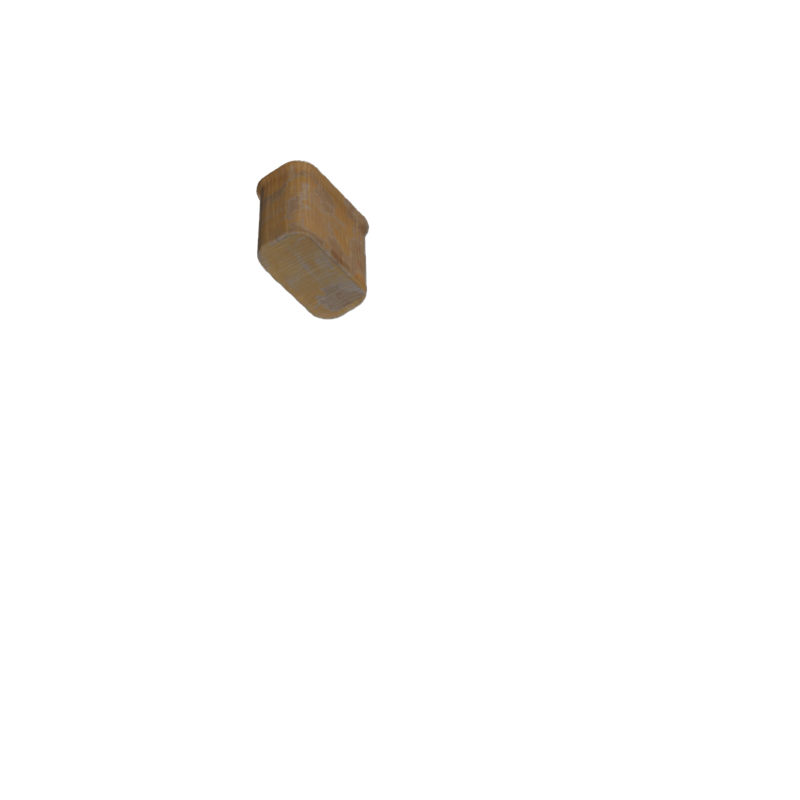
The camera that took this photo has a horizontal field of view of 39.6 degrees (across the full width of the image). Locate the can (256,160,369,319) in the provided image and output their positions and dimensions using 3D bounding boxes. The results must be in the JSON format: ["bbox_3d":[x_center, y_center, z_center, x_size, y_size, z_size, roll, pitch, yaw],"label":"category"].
[{"bbox_3d":[-0.069,-0.126,0.880,0.057,0.090,0.095,-29,-51,24],"label":"can"}]
